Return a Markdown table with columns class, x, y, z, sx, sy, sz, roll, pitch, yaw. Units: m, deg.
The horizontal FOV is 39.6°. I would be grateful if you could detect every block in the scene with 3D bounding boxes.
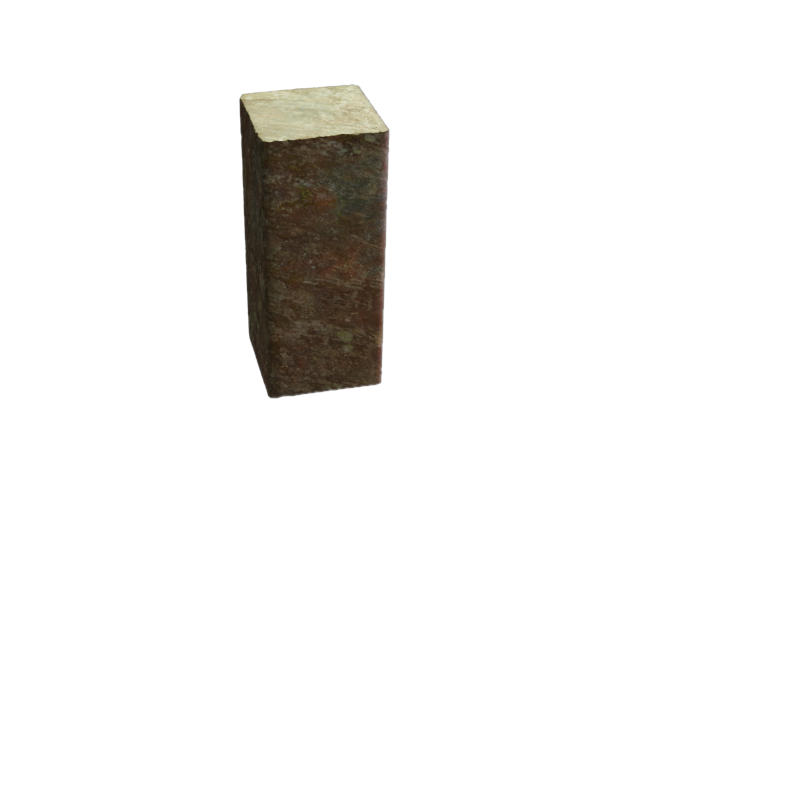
| class | x | y | z | sx | sy | sz | roll | pitch | yaw |
| --- | --- | --- | --- | --- | --- | --- | --- | --- | --- |
| block | -0.064 | -0.116 | 0.810 | 0.089 | 0.194 | 0.098 | -6 | 33 | -14 |
